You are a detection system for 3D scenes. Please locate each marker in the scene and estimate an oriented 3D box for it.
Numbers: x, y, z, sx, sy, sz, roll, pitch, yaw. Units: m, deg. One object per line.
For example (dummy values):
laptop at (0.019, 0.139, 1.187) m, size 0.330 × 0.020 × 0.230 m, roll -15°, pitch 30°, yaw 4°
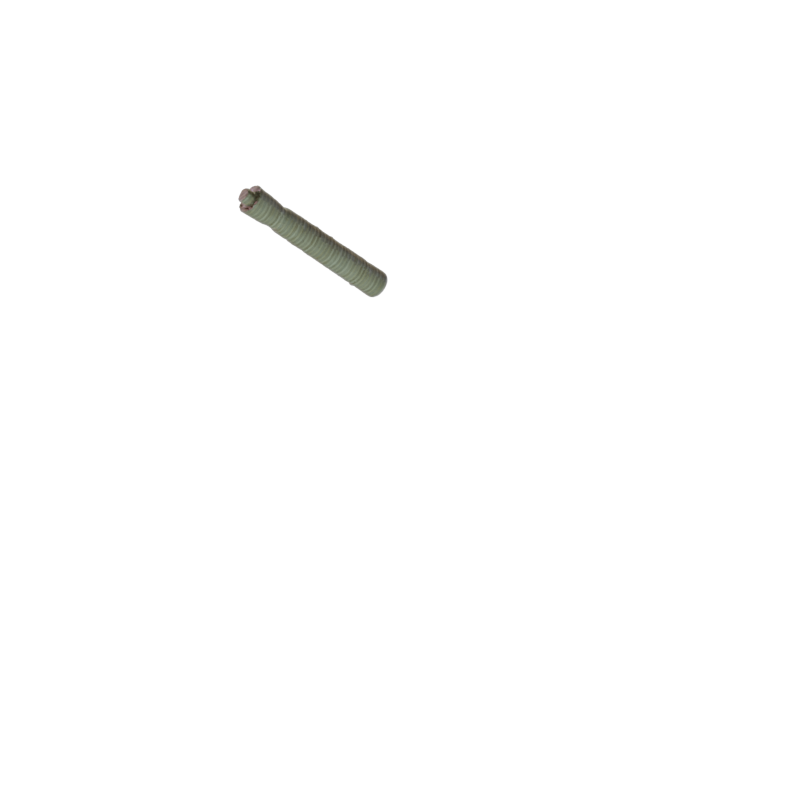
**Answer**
marker at (-0.054, -0.099, 0.696) m, size 0.113 × 0.020 × 0.021 m, roll 31°, pitch -16°, yaw -35°
